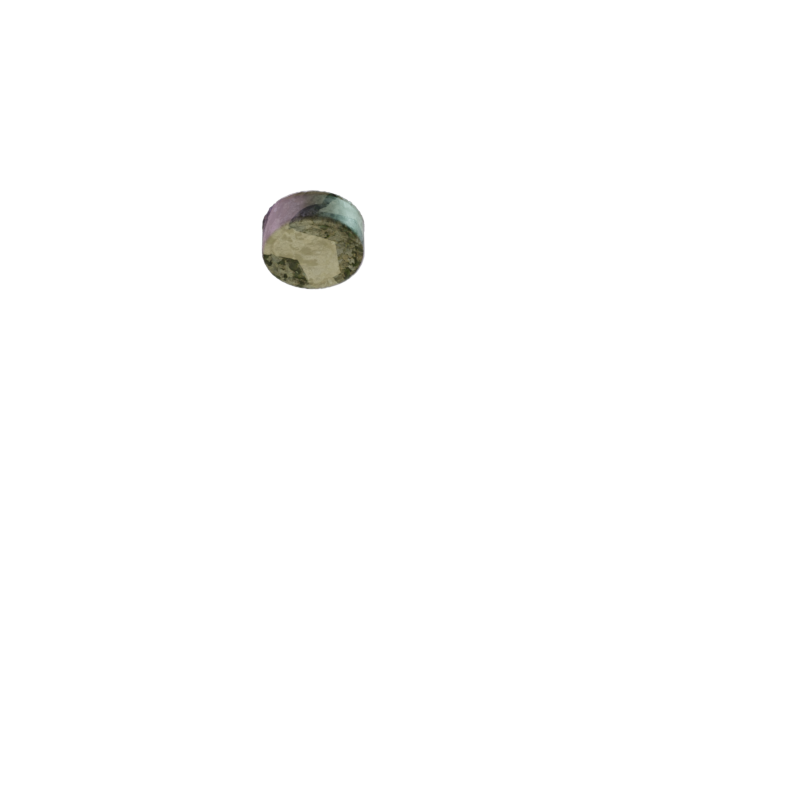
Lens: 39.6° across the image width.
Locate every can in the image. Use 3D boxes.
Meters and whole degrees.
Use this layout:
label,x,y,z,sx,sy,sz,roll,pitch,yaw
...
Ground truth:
label,x,y,z,sx,sy,sz,roll,pitch,yaw
can,-0.072,-0.131,0.915,0.086,0.036,0.080,1,-40,-2
